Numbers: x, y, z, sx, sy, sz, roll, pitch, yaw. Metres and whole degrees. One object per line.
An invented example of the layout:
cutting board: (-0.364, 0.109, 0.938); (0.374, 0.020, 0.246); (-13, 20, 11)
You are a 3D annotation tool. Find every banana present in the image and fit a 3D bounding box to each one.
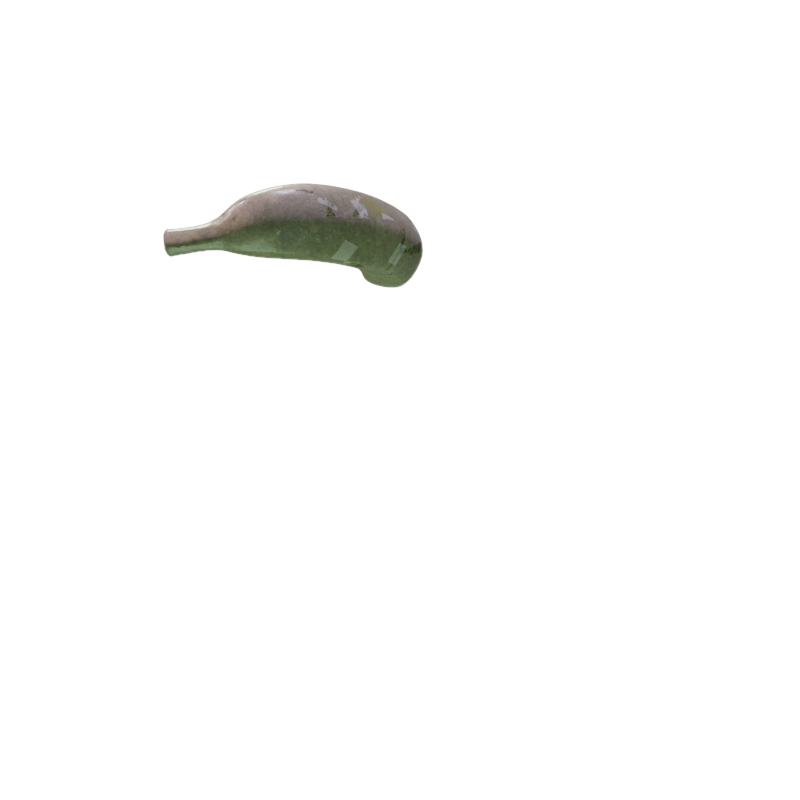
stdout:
banana: (-0.030, -0.081, 0.554); (0.072, 0.037, 0.189); (-2, -2, 31)
